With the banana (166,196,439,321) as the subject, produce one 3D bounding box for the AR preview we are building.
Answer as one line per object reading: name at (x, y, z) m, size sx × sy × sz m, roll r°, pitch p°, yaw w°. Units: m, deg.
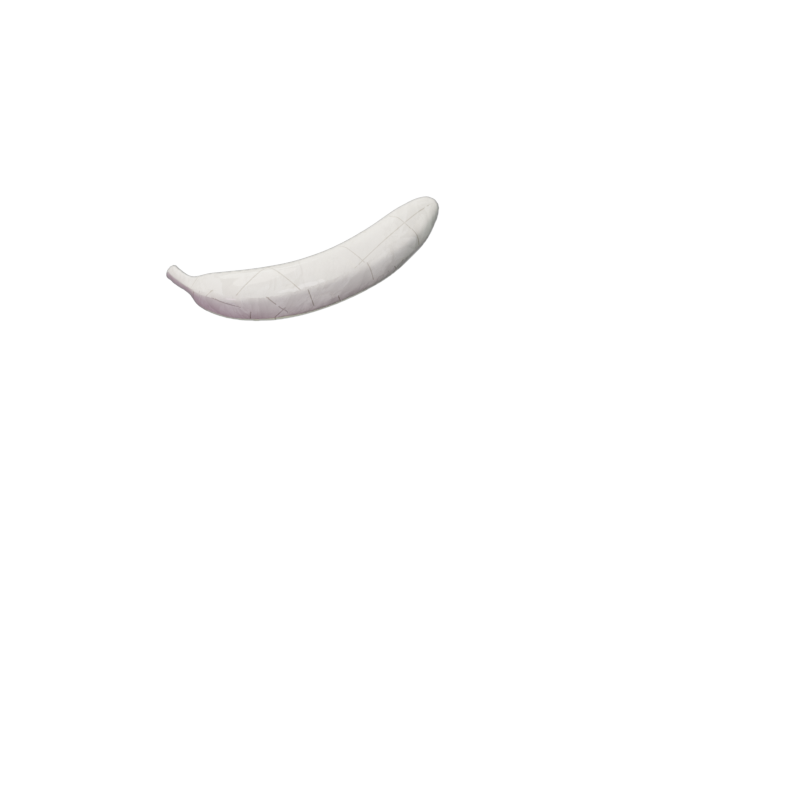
banana at (-0.057, -0.092, 0.755) m, size 0.196 × 0.075 × 0.034 m, roll -15°, pitch -31°, yaw -10°
